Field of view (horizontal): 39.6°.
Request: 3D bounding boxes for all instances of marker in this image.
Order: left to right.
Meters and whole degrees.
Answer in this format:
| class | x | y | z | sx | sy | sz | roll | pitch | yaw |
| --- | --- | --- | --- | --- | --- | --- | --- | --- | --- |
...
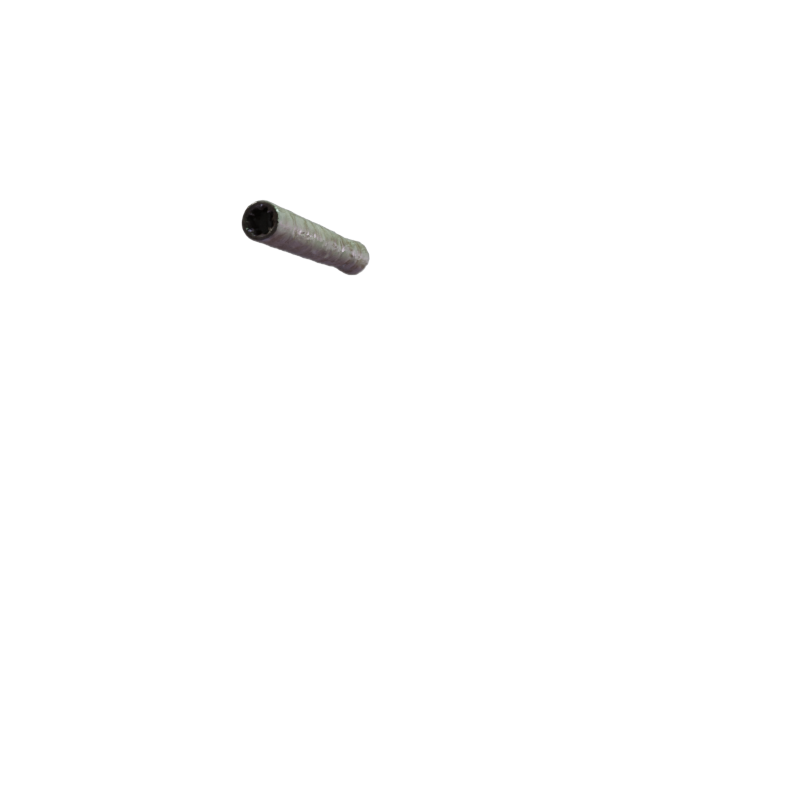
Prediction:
| class | x | y | z | sx | sy | sz | roll | pitch | yaw |
| --- | --- | --- | --- | --- | --- | --- | --- | --- | --- |
| marker | -0.043 | -0.077 | 0.543 | 0.020 | 0.020 | 0.116 | 2 | -1 | 20 |
